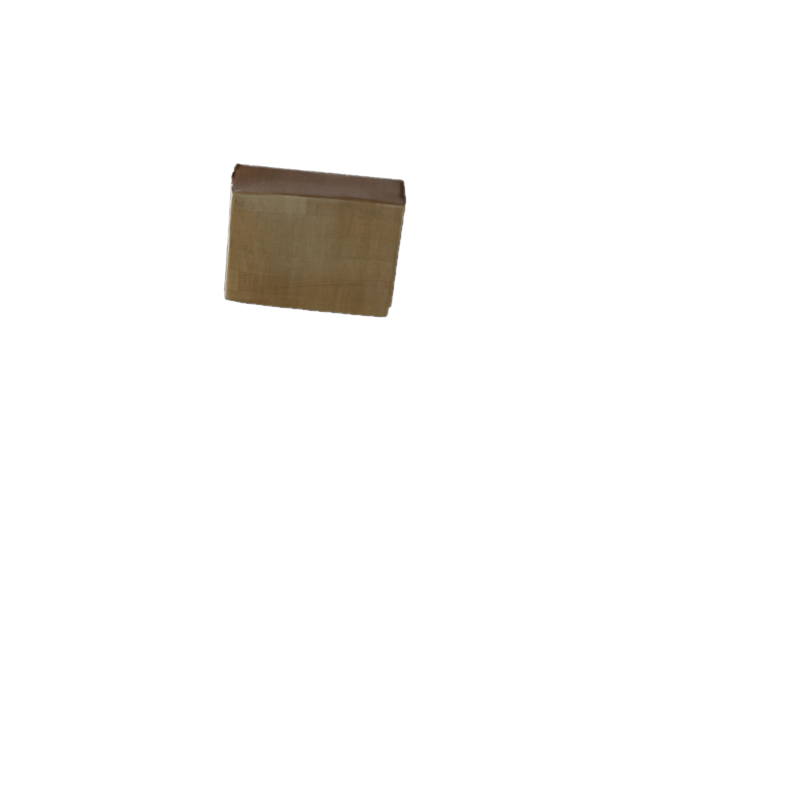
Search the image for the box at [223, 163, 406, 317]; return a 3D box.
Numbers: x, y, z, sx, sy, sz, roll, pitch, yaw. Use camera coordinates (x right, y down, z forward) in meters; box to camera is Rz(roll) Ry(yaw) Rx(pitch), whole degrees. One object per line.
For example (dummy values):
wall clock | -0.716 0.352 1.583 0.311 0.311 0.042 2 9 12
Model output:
box | -0.057 -0.104 0.726 0.113 0.085 0.041 5 35 -4
